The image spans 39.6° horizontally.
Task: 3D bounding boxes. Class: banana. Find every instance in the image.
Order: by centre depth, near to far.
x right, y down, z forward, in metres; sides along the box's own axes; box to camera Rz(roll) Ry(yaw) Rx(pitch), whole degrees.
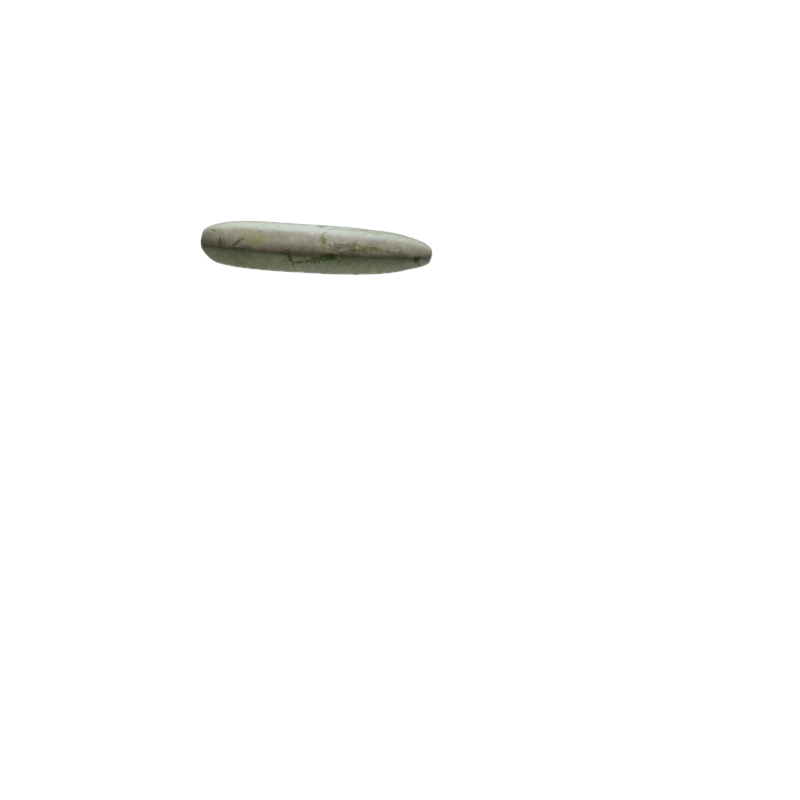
[{"bbox_3d":[-0.078,-0.119,0.852,0.204,0.036,0.069,7,17,23],"label":"banana"}]
